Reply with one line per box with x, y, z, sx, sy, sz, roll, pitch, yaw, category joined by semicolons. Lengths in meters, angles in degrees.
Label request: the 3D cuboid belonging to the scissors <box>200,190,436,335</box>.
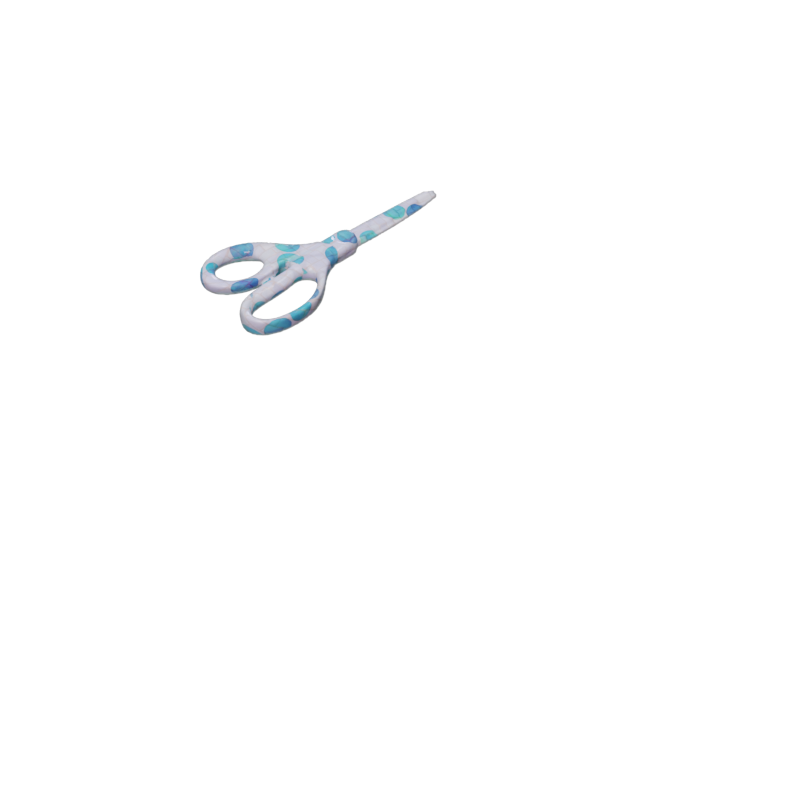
-0.061;-0.111;0.779;0.100;0.015;0.207;19;44;21;scissors
